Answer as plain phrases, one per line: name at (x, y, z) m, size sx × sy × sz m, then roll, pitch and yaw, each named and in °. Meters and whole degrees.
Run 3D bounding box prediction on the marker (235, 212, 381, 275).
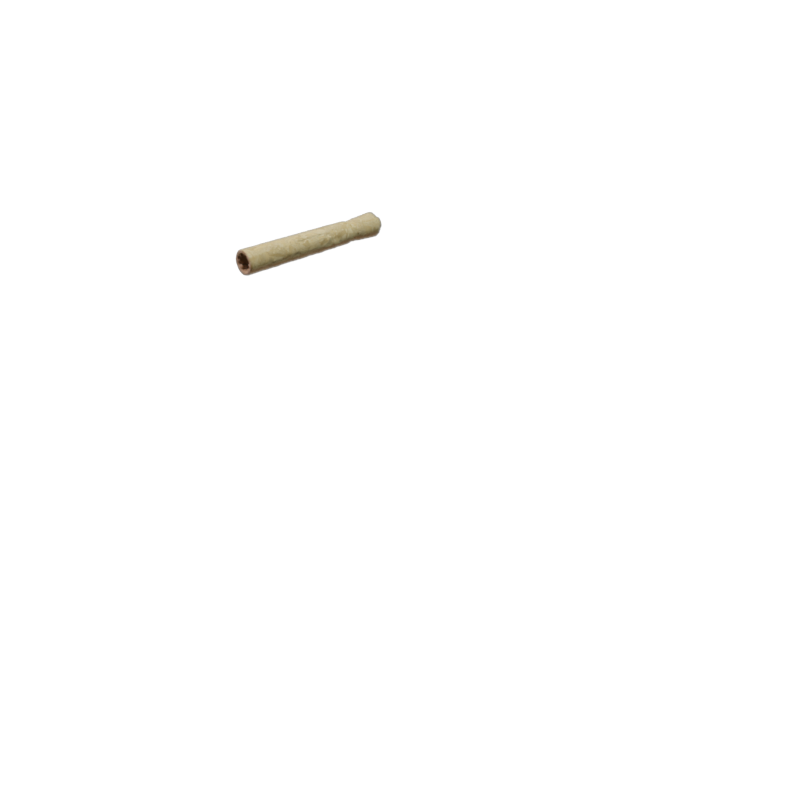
marker at (-0.062, -0.112, 0.788) m, size 0.119 × 0.019 × 0.021 m, roll -23°, pitch 17°, yaw -34°
